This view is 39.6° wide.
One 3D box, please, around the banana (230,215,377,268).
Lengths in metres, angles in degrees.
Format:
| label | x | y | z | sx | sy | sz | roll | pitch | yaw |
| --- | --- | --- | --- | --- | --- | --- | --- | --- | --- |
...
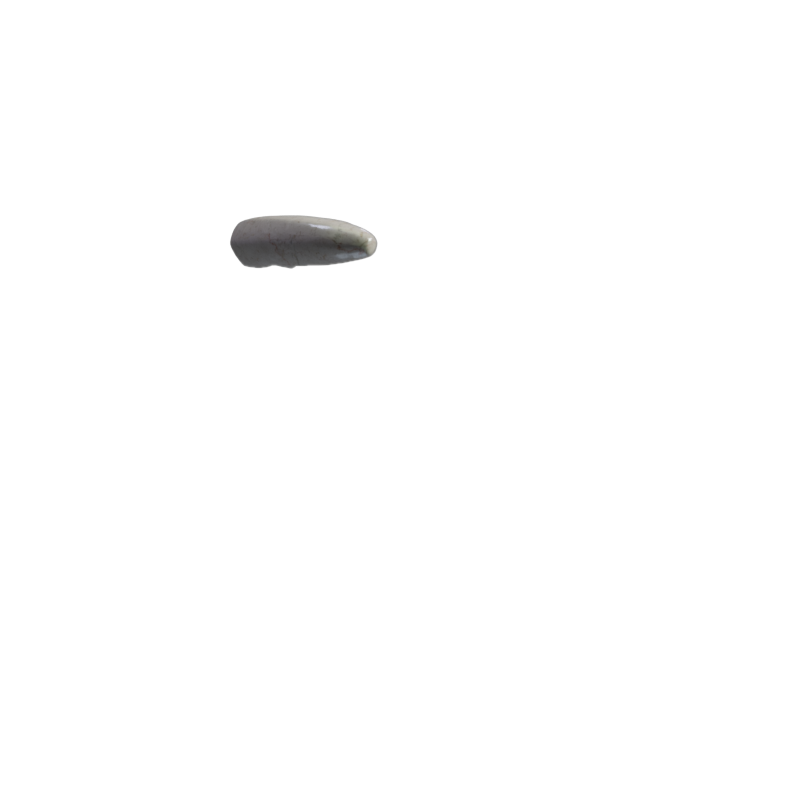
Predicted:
| label | x | y | z | sx | sy | sz | roll | pitch | yaw |
| --- | --- | --- | --- | --- | --- | --- | --- | --- | --- |
| banana | -0.081 | -0.114 | 0.798 | 0.068 | 0.037 | 0.203 | -2 | 6 | -21 |
